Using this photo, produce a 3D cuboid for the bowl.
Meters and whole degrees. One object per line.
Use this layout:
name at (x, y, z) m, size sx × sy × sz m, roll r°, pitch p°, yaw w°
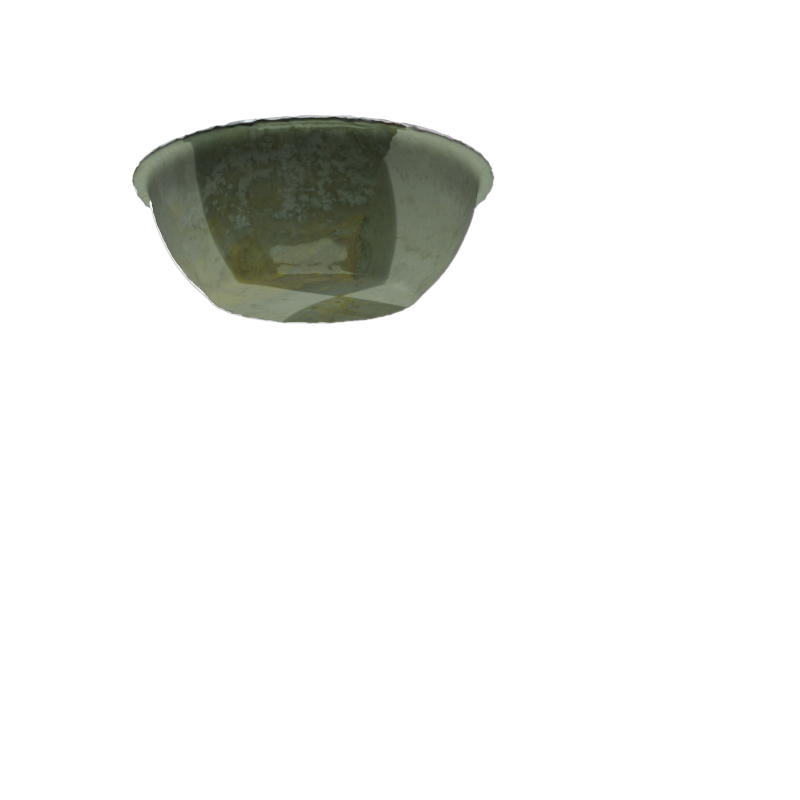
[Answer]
bowl at (-0.039, -0.070, 0.492) m, size 0.162 × 0.057 × 0.157 m, roll 0°, pitch -10°, yaw -2°
